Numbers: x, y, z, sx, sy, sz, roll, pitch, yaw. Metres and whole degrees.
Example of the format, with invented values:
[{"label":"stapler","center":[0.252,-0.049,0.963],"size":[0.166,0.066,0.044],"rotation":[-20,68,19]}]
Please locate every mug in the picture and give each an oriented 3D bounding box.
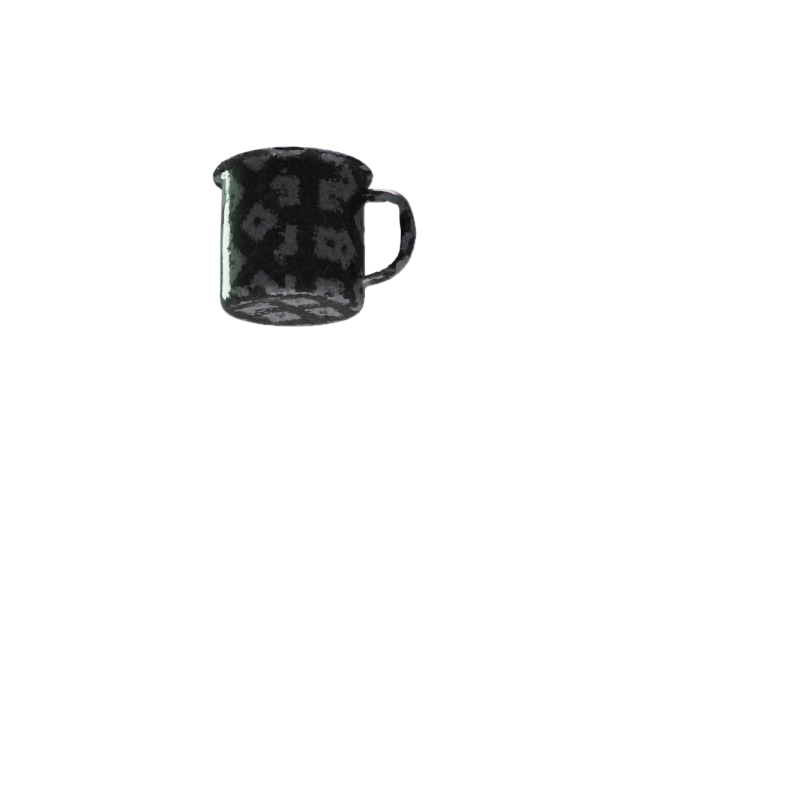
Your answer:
[{"label":"mug","center":[-0.049,-0.090,0.628],"size":[0.118,0.085,0.089],"rotation":[-2,-13,9]}]
